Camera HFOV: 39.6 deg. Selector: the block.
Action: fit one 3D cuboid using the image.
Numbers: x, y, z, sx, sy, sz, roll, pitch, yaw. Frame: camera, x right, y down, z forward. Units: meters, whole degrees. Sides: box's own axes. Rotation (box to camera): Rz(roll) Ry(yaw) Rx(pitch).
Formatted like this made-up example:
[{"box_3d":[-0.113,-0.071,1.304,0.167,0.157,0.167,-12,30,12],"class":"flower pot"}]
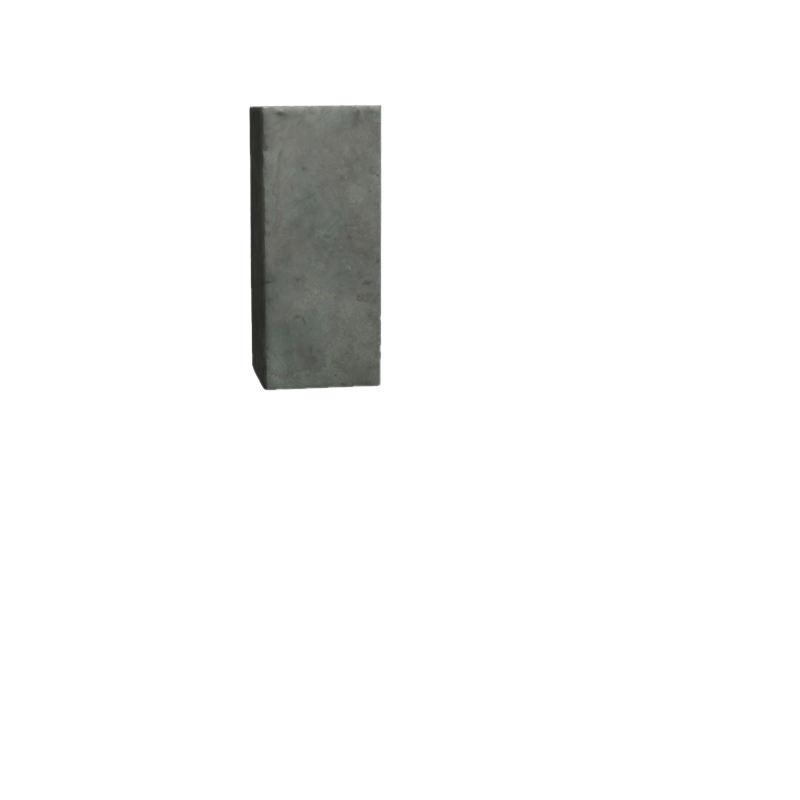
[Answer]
[{"box_3d":[-0.066,-0.120,0.842,0.089,0.202,0.093,-1,8,-11],"class":"block"}]
